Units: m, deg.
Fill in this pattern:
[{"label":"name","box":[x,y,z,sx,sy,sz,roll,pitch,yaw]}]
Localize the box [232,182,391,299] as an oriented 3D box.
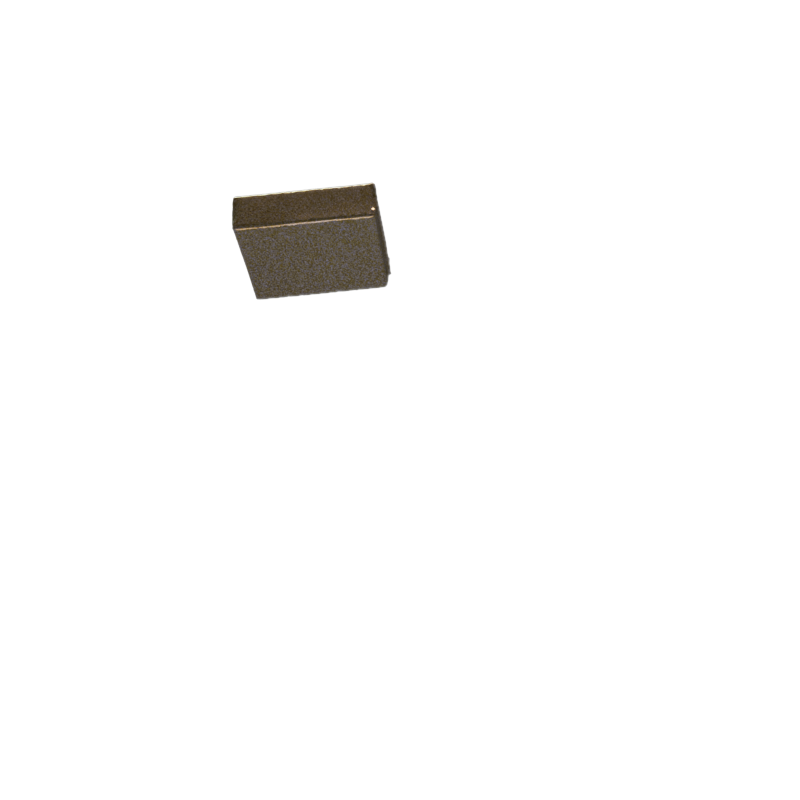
[{"label":"box","box":[-0.054,-0.099,0.692,0.090,0.032,0.068,-5,-35,7]}]
